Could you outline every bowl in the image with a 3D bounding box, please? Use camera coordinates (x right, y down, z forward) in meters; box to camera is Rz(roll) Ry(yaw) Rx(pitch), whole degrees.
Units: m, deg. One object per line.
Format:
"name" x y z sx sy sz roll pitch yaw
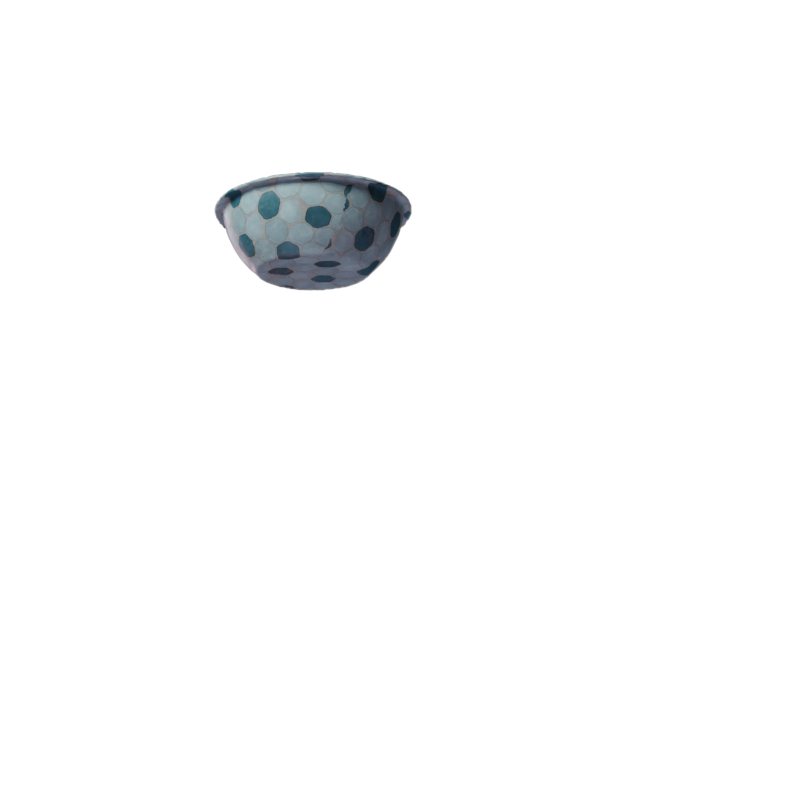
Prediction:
"bowl" -0.070 -0.128 0.897 0.162 0.057 0.156 0 -13 -2
